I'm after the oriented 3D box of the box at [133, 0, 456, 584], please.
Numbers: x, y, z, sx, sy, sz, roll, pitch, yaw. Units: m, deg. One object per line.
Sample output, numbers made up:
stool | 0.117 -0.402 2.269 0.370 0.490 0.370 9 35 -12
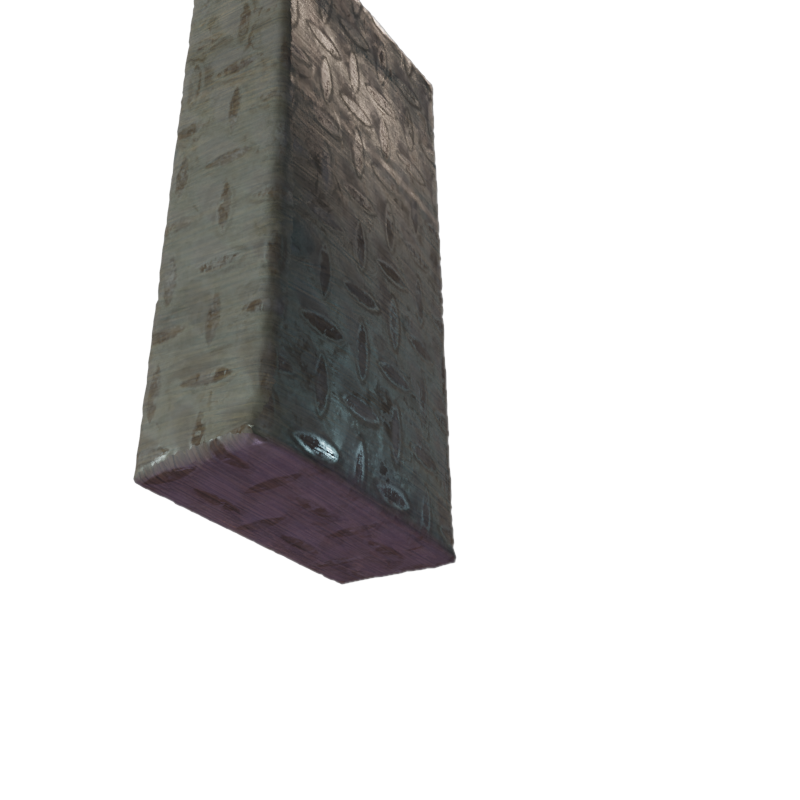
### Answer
box | -0.026 -0.047 0.331 0.048 0.188 0.086 -21 -38 26
